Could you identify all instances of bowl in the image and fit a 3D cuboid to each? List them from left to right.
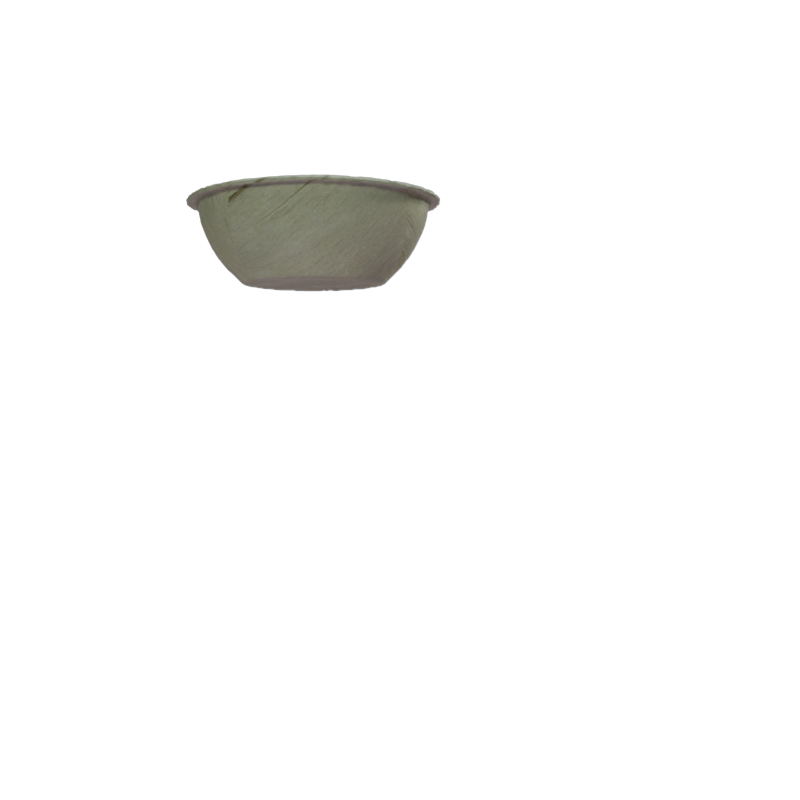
[{"bbox_3d":[-0.055,-0.101,0.706,0.162,0.056,0.161,0,-1,-2],"label":"bowl"}]
